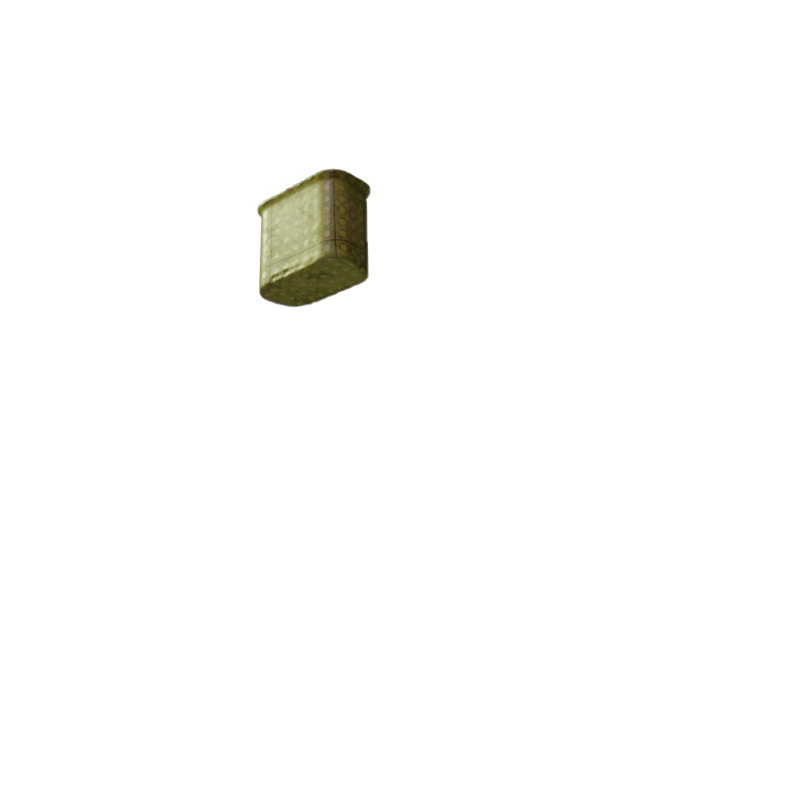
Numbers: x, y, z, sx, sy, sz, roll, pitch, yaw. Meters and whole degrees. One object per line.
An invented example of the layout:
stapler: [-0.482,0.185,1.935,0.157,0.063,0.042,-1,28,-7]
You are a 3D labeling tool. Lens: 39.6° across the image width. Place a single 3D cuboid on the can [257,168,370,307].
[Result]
can: [-0.073,-0.133,0.928,0.103,0.089,0.054,-21,-32,36]
